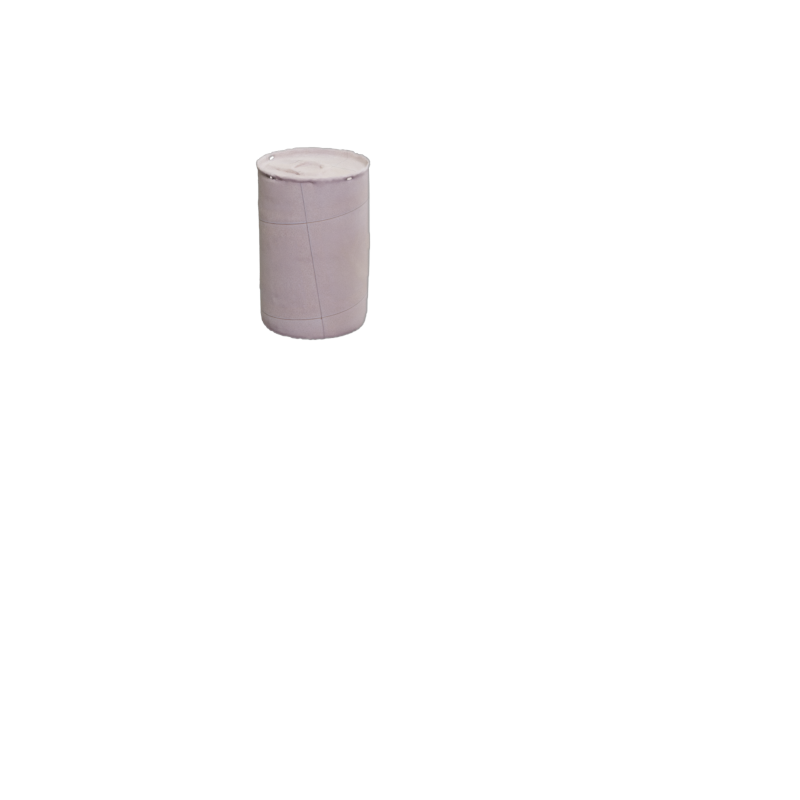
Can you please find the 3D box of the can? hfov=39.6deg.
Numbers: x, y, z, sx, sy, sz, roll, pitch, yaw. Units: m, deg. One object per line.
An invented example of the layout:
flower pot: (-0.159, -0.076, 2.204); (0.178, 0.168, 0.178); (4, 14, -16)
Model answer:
can: (-0.053, -0.096, 0.674); (0.068, 0.097, 0.072); (0, 23, -2)
